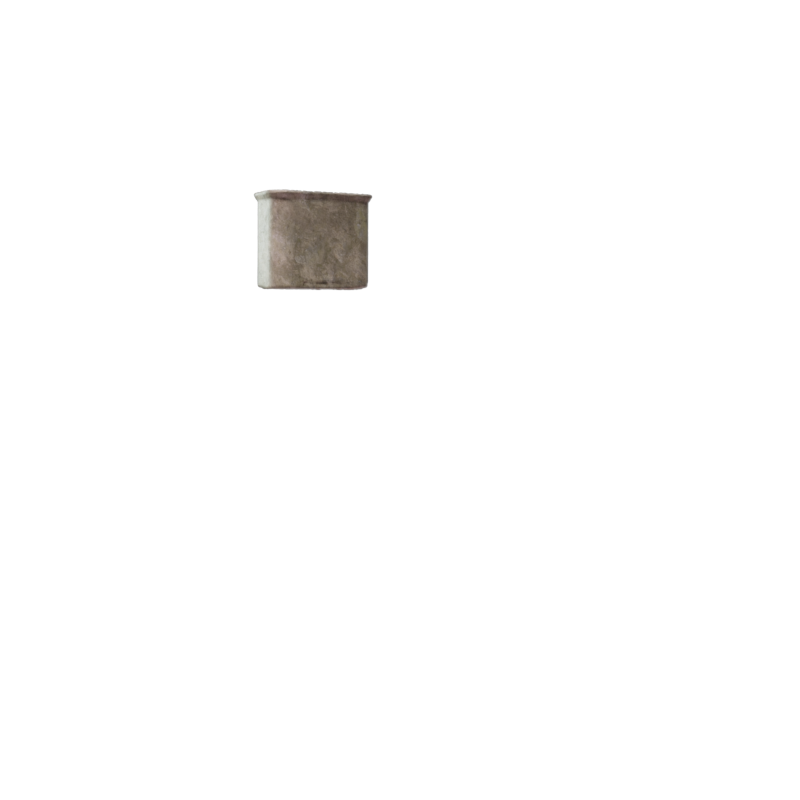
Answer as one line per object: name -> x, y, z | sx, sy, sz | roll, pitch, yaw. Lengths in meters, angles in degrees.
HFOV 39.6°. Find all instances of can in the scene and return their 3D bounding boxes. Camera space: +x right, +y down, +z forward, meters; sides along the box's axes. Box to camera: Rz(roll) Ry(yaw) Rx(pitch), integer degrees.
can -> -0.076, -0.138, 0.968 | 0.099, 0.084, 0.059 | -1, 0, -29
